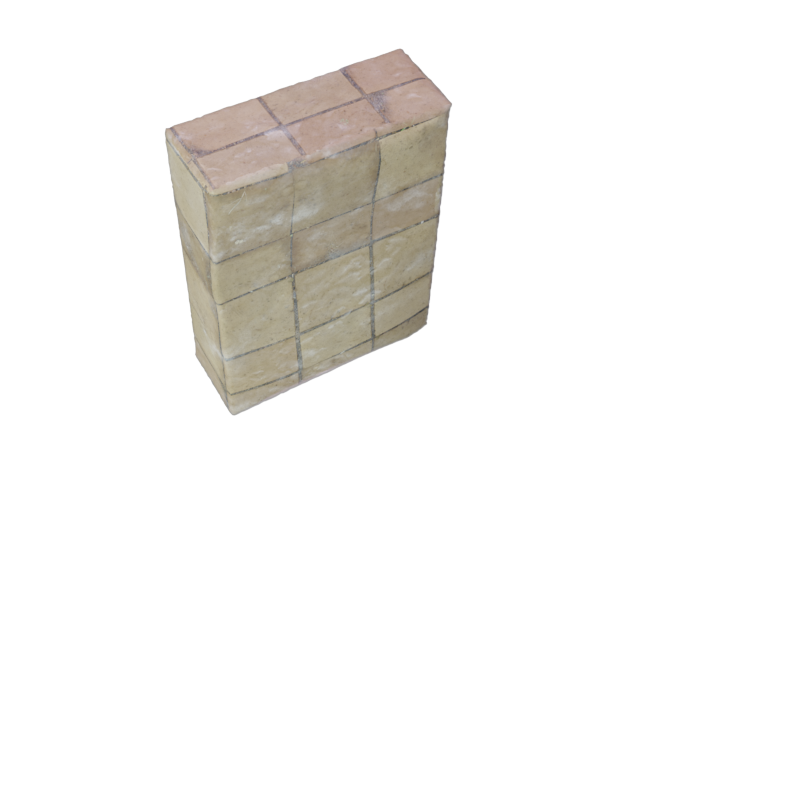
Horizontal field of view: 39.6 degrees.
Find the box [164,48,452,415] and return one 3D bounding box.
[{"bbox_3d":[-0.057,-0.103,0.724,0.163,0.077,0.199,-24,-33,-21],"label":"box"}]
